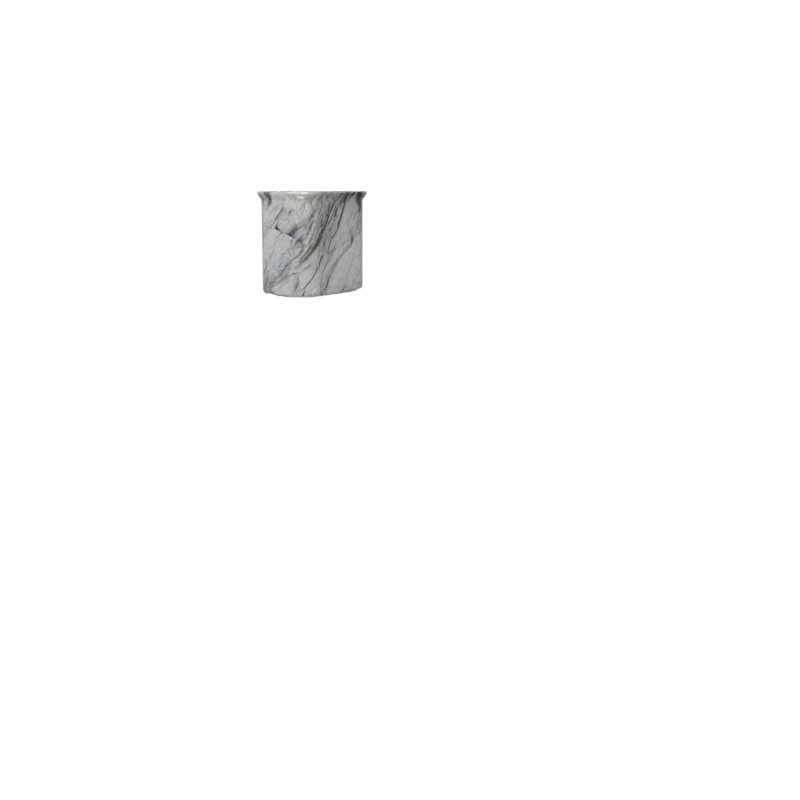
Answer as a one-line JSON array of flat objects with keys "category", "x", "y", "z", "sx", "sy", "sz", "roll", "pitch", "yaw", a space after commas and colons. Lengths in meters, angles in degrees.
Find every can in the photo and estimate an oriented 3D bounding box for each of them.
[{"category": "can", "x": -0.071, "y": -0.130, "z": 0.910, "sx": 0.060, "sy": 0.083, "sz": 0.099, "roll": 3, "pitch": 8, "yaw": 31}]
